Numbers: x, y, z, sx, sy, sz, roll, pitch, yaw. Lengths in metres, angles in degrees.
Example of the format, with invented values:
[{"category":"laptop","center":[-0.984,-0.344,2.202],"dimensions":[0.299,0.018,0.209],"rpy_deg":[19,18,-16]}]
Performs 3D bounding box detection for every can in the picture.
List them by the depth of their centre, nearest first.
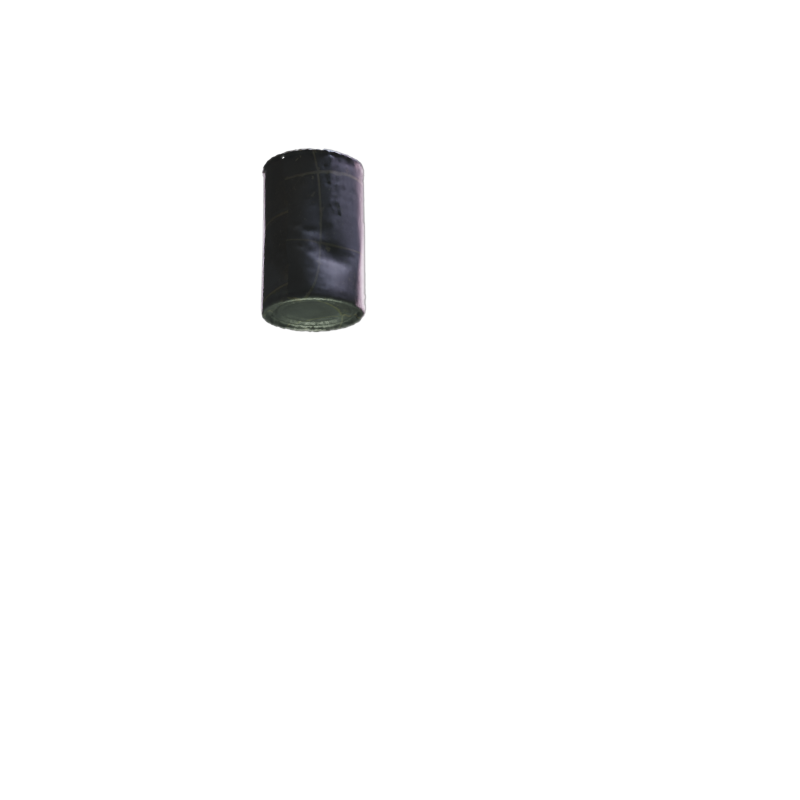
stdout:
[{"category":"can","center":[-0.056,-0.102,0.717],"dimensions":[0.068,0.107,0.065],"rpy_deg":[0,-20,-2]}]
